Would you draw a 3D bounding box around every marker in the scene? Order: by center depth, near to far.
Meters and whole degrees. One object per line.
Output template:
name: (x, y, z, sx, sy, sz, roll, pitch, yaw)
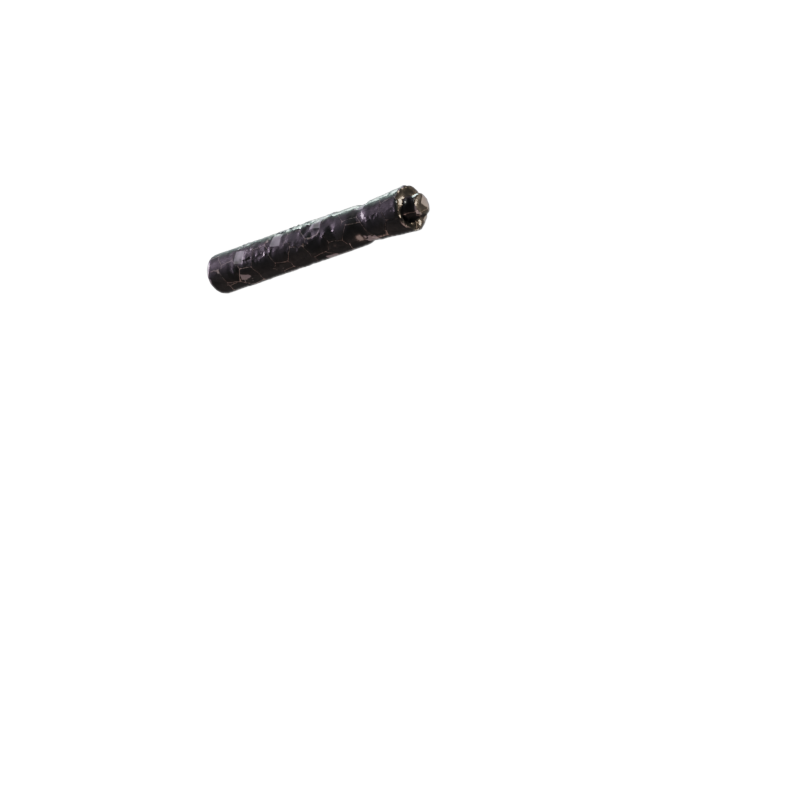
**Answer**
marker: (-0.037, -0.067, 0.469, 0.123, 0.020, 0.019, -12, -5, 41)
